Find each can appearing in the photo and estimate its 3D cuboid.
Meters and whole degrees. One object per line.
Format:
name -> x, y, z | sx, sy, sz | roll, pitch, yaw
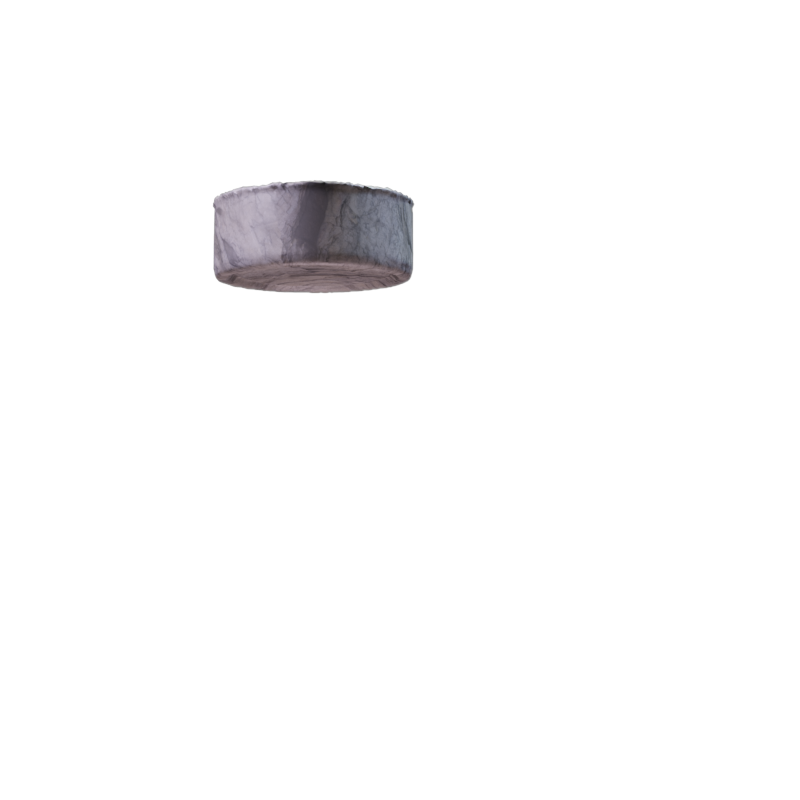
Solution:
can -> -0.037, -0.067, 0.471 | 0.086, 0.034, 0.085 | 0, -3, -2
